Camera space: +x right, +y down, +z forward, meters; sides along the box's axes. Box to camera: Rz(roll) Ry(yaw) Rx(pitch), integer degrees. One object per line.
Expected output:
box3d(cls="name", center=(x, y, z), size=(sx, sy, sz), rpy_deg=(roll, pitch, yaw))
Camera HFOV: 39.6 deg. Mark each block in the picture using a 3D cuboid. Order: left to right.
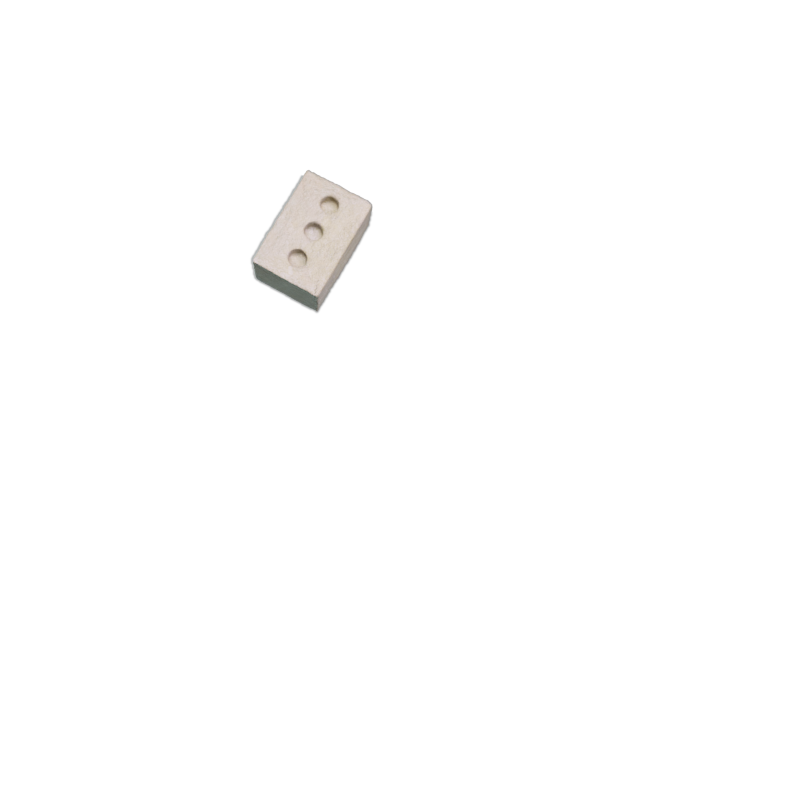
box3d(cls="block", center=(-0.060, -0.110, 0.768), size=(0.054, 0.080, 0.049), rpy_deg=(28, -14, 5))
